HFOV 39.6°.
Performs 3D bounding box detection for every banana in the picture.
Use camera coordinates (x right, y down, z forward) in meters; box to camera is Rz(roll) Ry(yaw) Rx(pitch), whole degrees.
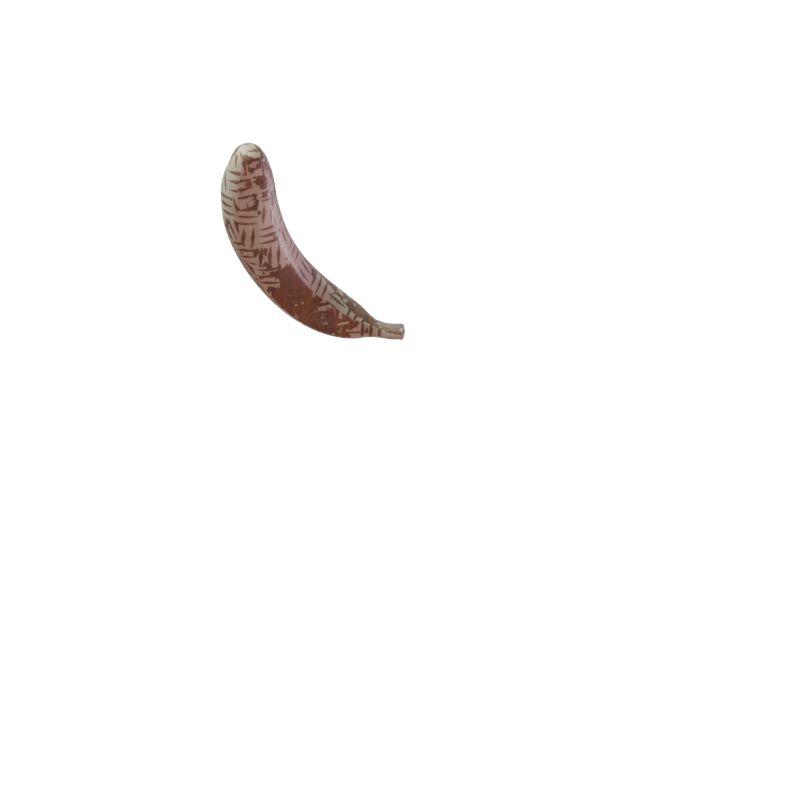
[{"bbox_3d":[-0.071,-0.095,0.729,0.070,0.039,0.183,-21,-44,23],"label":"banana"}]
